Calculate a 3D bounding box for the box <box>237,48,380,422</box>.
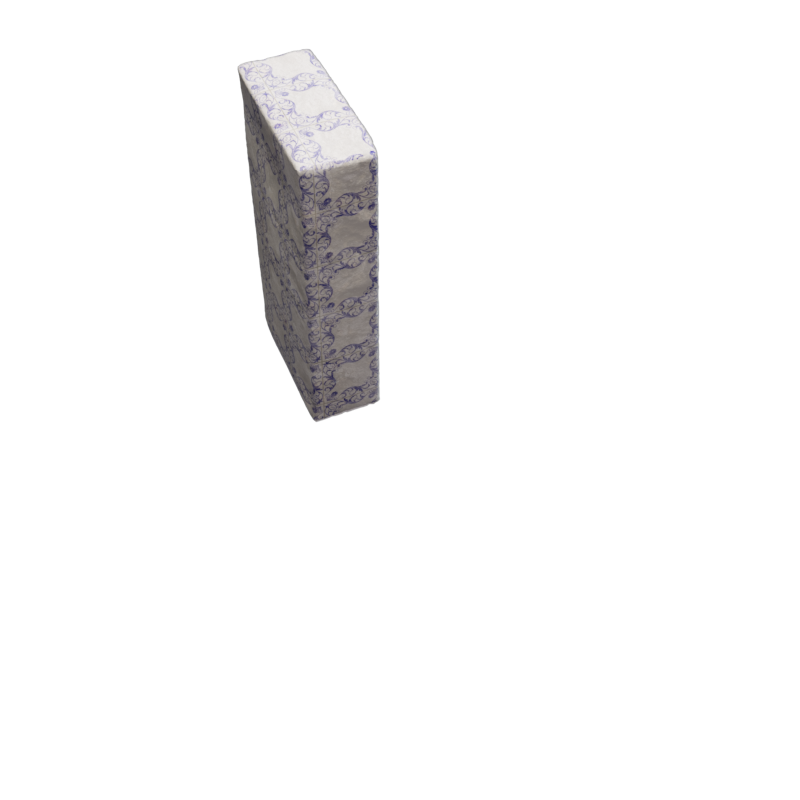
[{"bbox_3d":[-0.045,-0.082,0.574,0.047,0.164,0.101,-14,49,-17],"label":"box"}]
